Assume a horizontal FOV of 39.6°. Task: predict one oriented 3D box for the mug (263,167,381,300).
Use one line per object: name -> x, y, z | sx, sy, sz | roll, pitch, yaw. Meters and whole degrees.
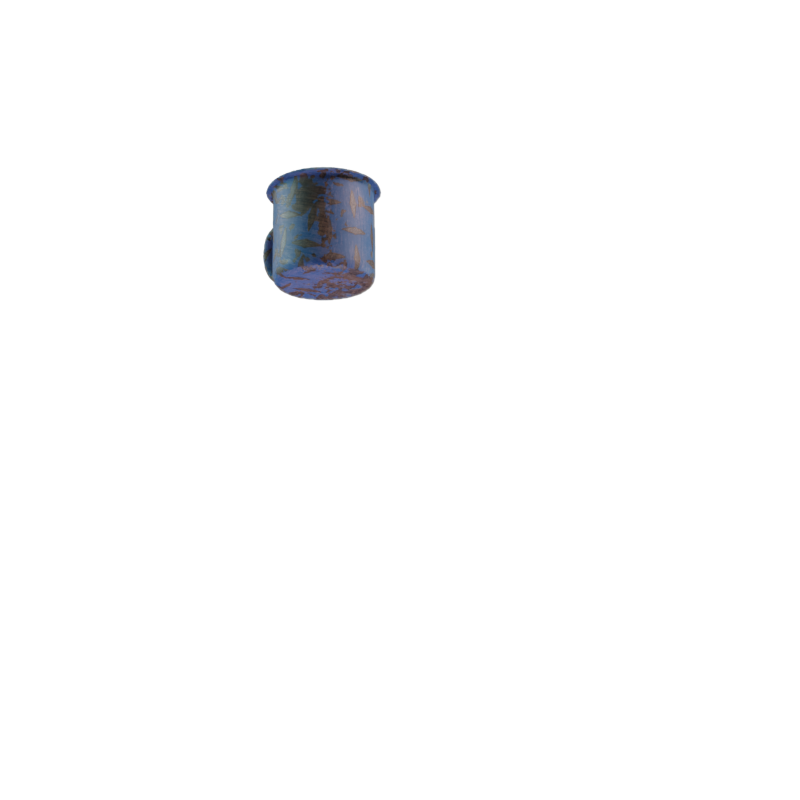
mug -> -0.070, -0.128, 0.896 | 0.119, 0.085, 0.088 | -16, -24, 40
